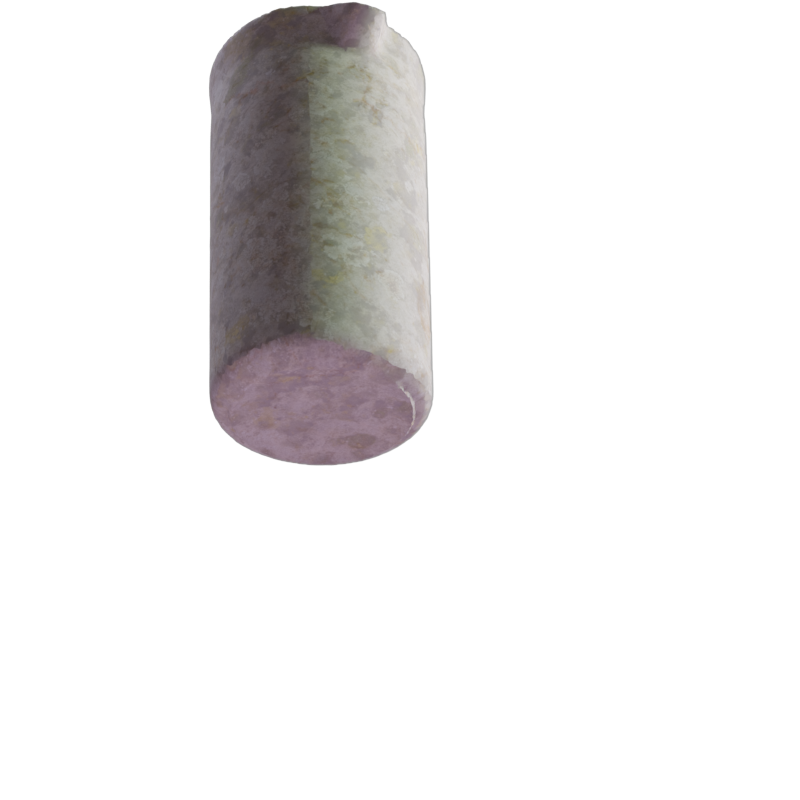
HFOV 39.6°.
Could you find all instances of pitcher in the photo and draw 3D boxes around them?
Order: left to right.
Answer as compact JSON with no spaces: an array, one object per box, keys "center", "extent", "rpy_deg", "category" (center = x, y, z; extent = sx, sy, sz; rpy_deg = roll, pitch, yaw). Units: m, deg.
[{"center":[-0.048,-0.088,0.613],"extent":[0.146,0.261,0.137],"rpy_deg":[-15,-40,15],"category":"pitcher"}]
